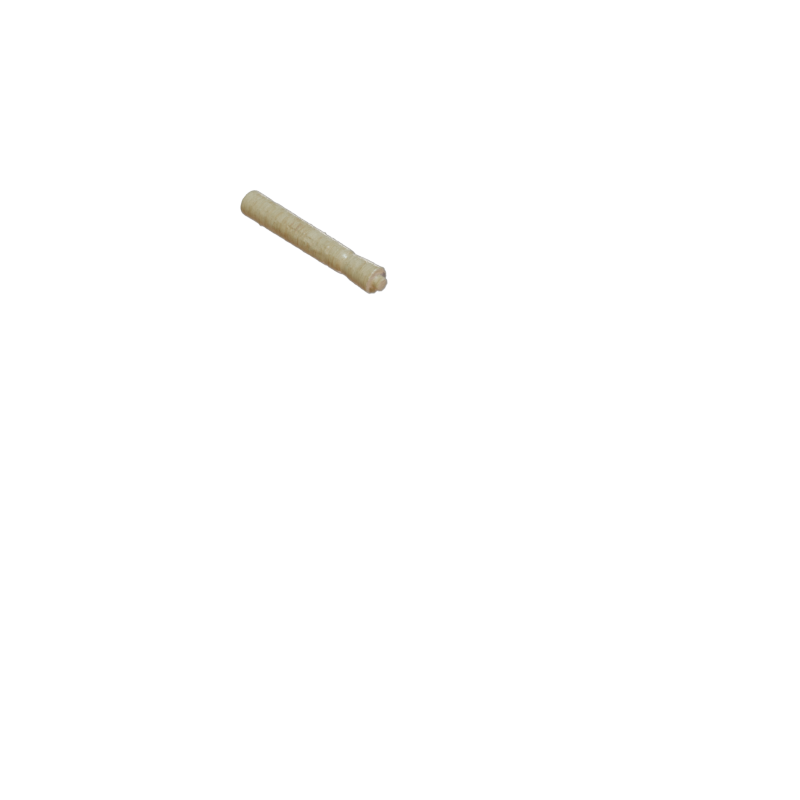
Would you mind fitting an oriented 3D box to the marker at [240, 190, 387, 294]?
[{"bbox_3d":[-0.056,-0.102,0.715,0.129,0.019,0.019,35,22,31],"label":"marker"}]
